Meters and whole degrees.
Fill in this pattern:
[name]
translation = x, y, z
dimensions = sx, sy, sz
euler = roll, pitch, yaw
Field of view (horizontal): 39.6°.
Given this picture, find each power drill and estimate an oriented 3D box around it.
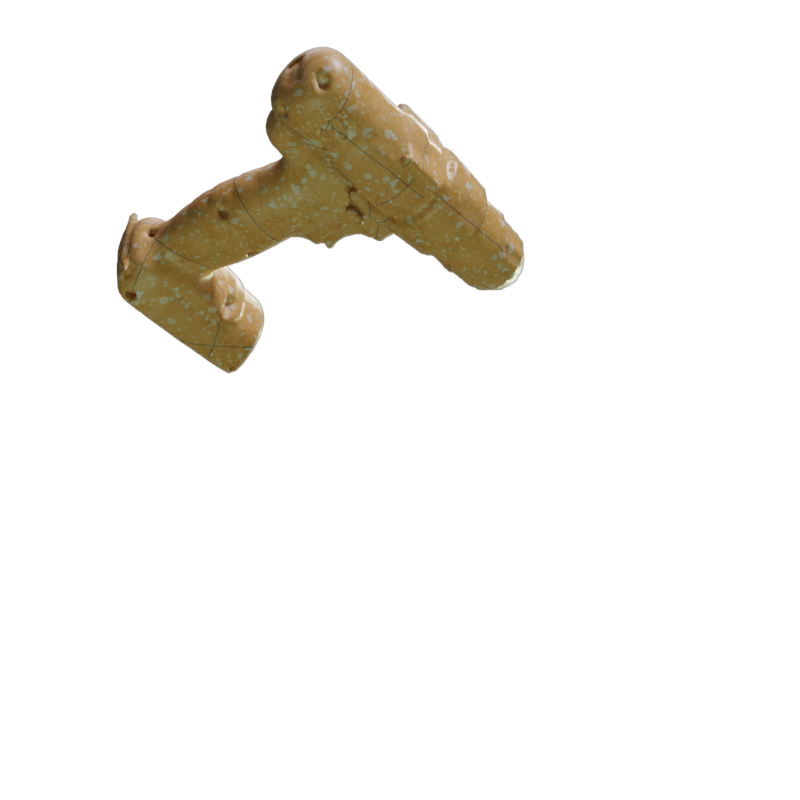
[power drill]
translation = -0.048, -0.087, 0.612
dimensions = 0.187, 0.062, 0.172
euler = -30, -53, 26
